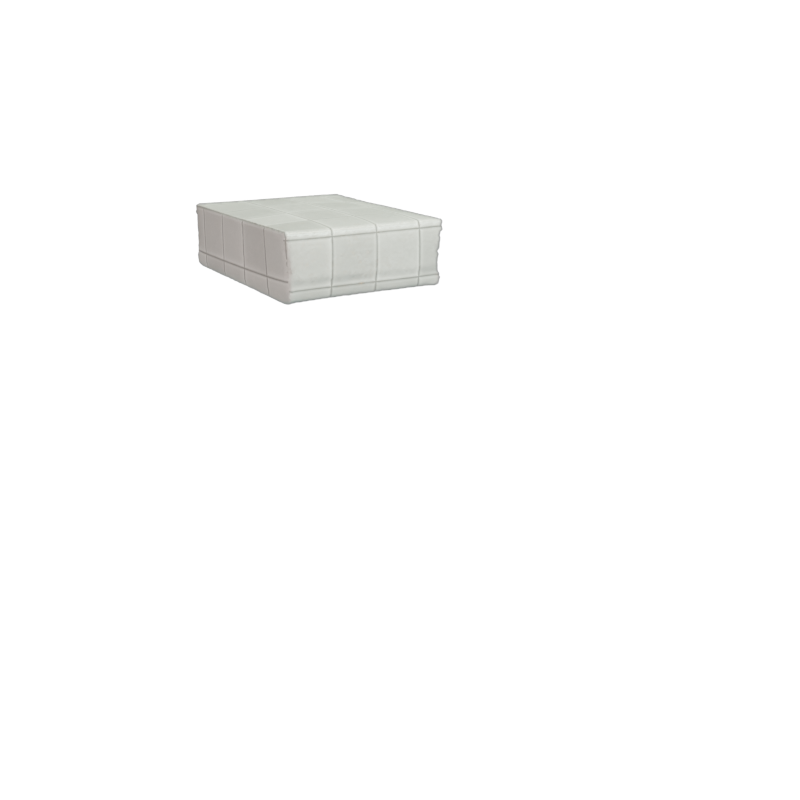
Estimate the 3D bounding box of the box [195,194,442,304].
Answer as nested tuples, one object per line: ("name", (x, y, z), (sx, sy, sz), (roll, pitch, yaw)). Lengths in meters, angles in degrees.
("box", (-0.046, -0.083, 0.584), (0.088, 0.037, 0.120), (-10, 22, -29))
